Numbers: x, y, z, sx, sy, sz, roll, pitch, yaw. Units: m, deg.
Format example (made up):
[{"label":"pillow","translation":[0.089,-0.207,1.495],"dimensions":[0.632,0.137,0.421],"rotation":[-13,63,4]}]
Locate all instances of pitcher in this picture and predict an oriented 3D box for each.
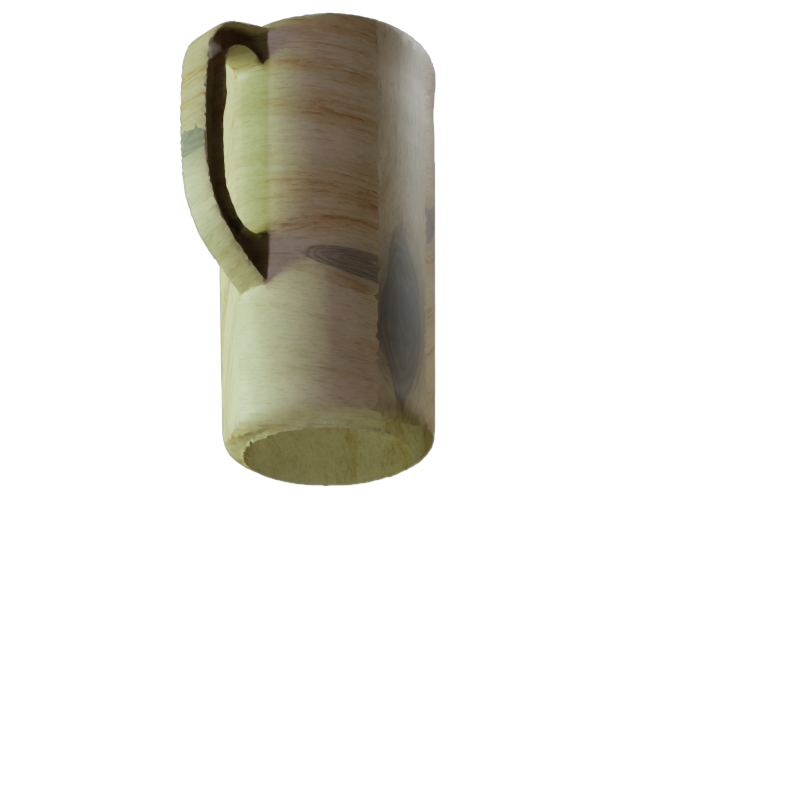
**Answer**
[{"label":"pitcher","translation":[-0.048,-0.087,0.611],"dimensions":[0.148,0.258,0.137],"rotation":[1,-28,-6]}]
